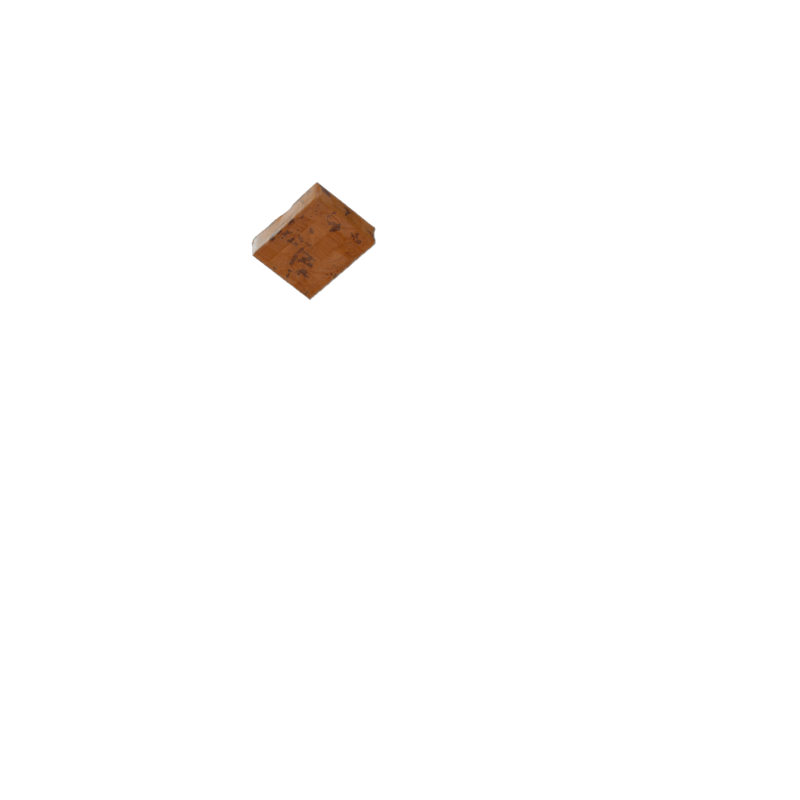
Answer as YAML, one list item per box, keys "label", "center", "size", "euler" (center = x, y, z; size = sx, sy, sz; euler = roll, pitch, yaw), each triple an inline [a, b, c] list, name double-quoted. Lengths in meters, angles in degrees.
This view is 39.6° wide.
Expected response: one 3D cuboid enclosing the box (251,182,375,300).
- label: "box"
  center: [-0.078, -0.142, 0.995]
  size: [0.069, 0.032, 0.088]
  euler: [38, -61, -26]
